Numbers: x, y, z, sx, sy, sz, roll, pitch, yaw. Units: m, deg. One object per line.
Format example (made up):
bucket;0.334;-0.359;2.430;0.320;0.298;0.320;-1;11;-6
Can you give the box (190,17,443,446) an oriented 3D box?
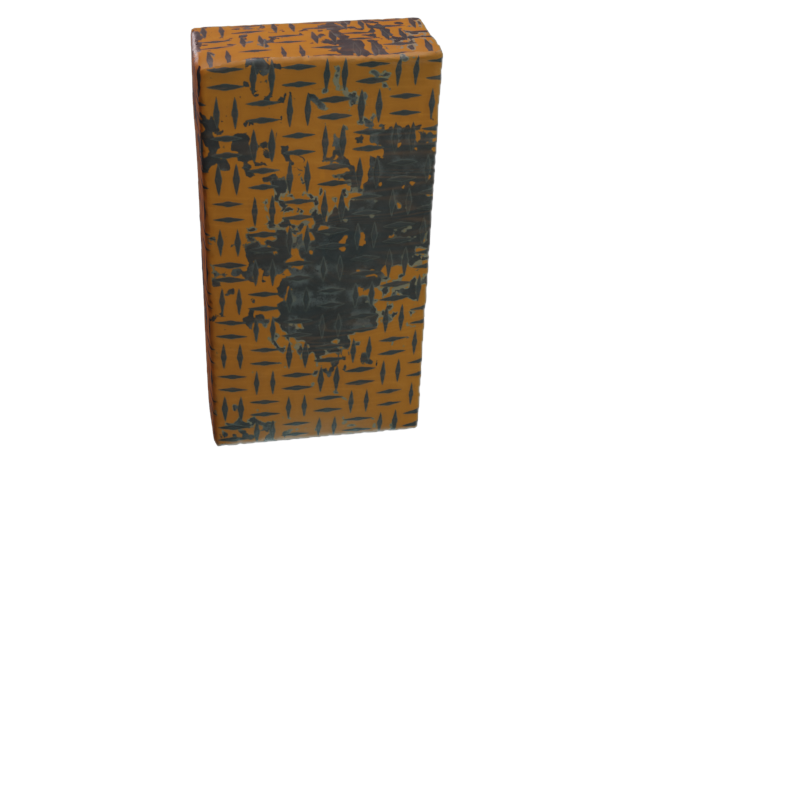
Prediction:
box;-0.036;-0.065;0.455;0.092;0.165;0.052;-4;35;-10
